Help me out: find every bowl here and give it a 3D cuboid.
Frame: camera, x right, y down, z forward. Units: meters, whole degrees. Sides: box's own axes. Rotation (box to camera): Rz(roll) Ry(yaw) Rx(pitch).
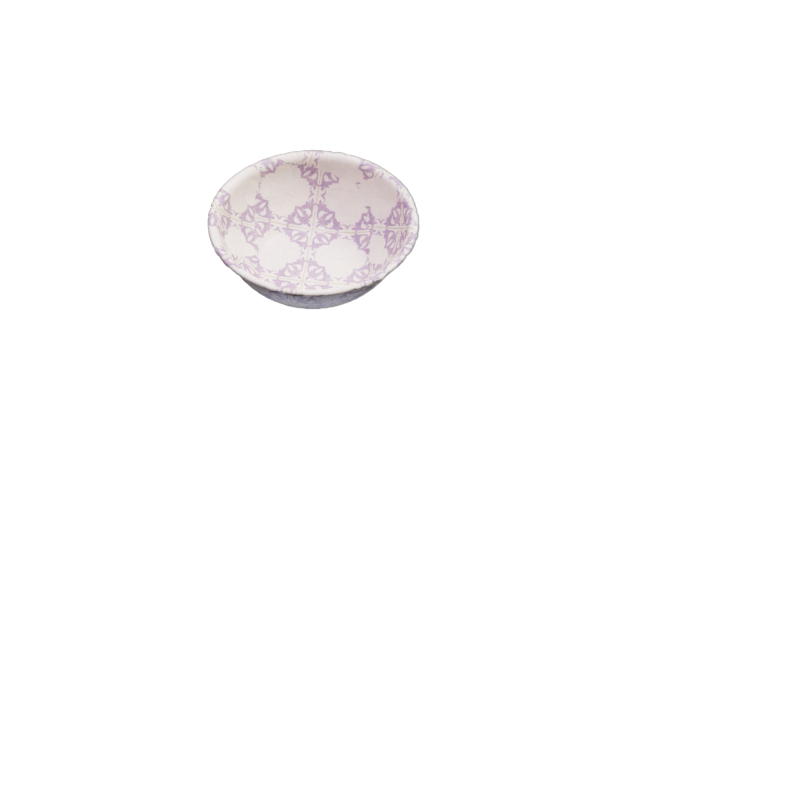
[{"bbox_3d":[-0.067,-0.123,0.861,0.162,0.174,0.051,-1,-42,-1],"label":"bowl"}]
